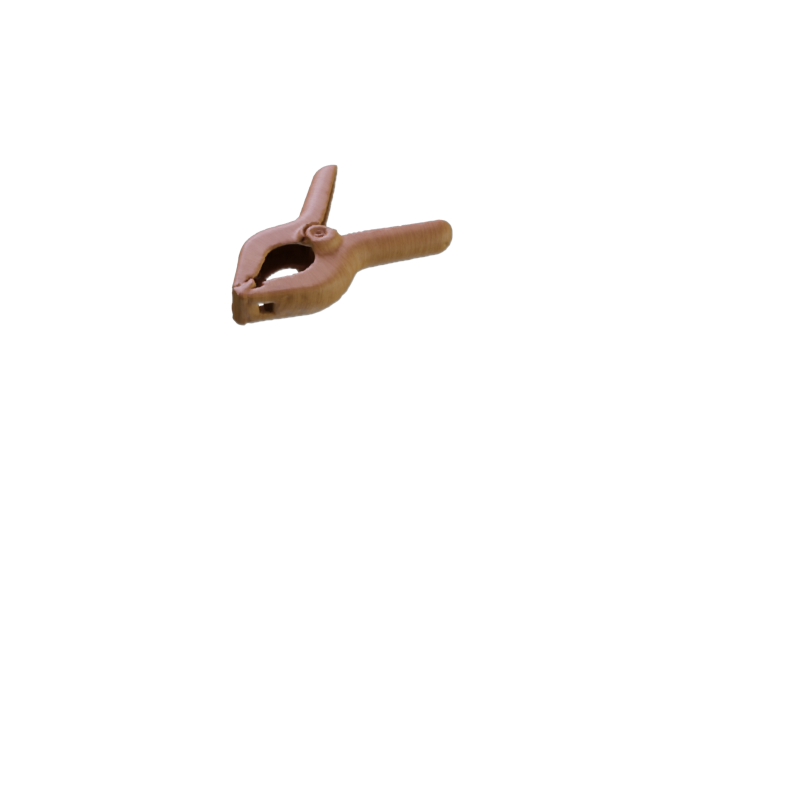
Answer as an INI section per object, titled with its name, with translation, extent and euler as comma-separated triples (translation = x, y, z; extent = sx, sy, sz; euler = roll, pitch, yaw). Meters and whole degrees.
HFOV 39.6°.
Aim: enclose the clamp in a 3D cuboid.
[clamp]
translation = -0.061, -0.111, 0.776
extent = 0.171, 0.037, 0.129
euler = -29, 46, -33
